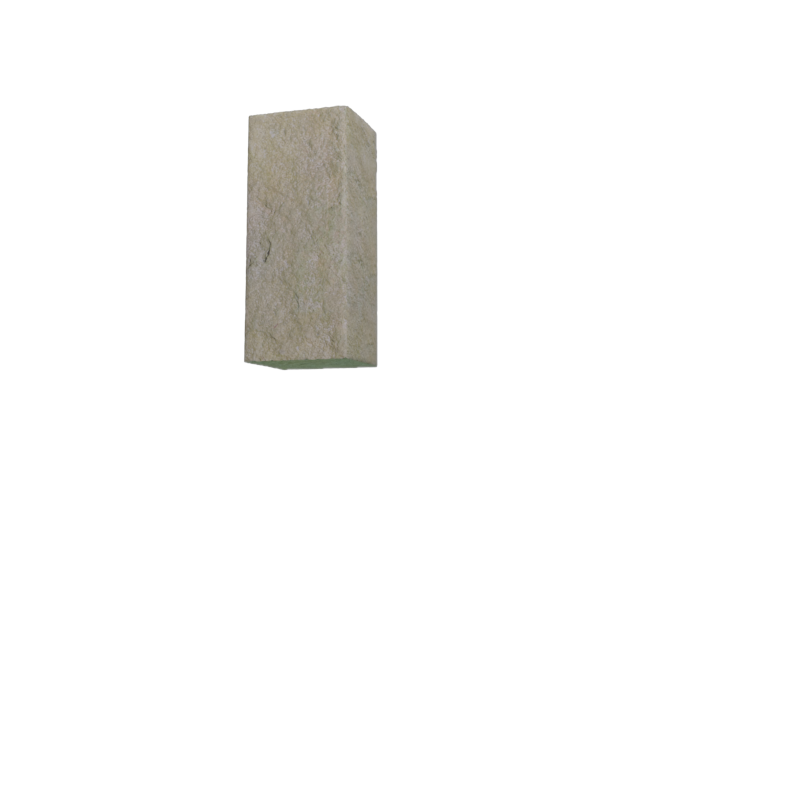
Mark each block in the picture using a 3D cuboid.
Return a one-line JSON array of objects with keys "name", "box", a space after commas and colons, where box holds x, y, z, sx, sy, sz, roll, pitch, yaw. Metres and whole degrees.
[{"name": "block", "box": [-0.072, -0.133, 0.932, 0.092, 0.212, 0.086, -4, -10, 17]}]
